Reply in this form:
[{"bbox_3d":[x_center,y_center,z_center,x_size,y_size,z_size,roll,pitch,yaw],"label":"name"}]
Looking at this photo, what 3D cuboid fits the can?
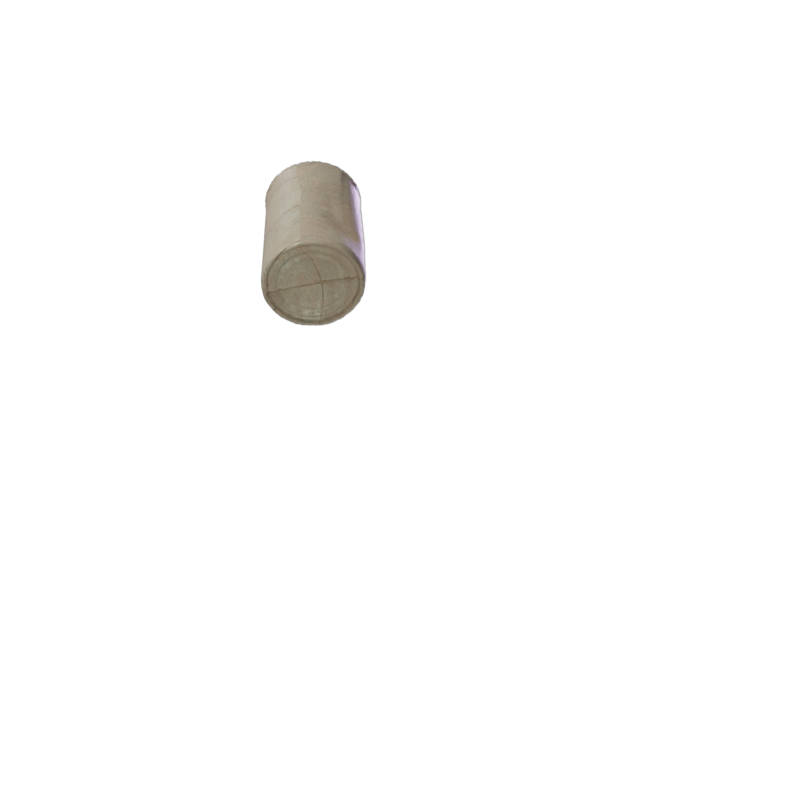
[{"bbox_3d":[-0.058,-0.106,0.739,0.068,0.064,0.109,-1,38,-3],"label":"can"}]
